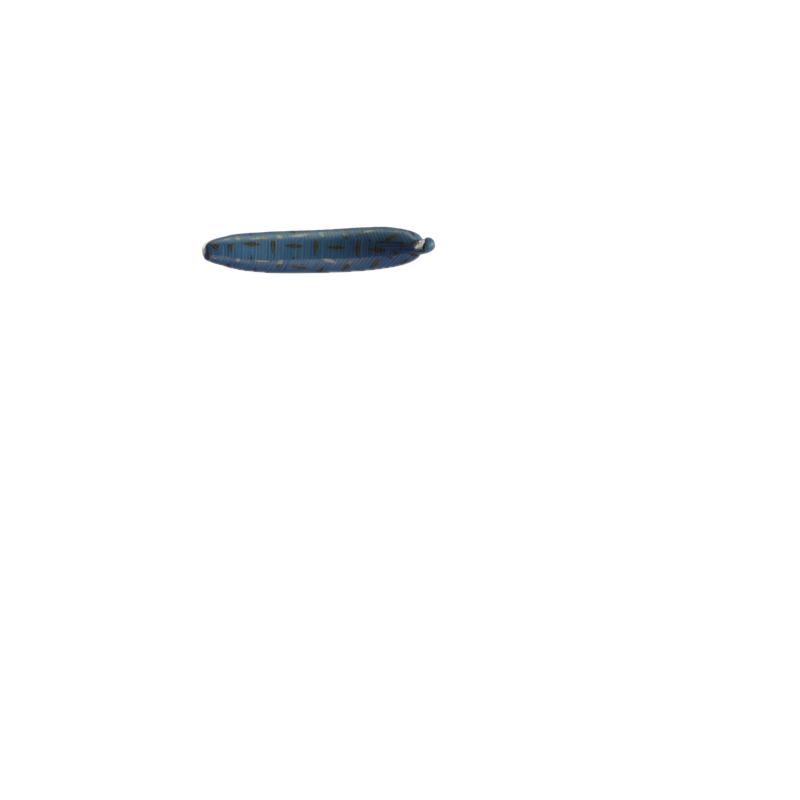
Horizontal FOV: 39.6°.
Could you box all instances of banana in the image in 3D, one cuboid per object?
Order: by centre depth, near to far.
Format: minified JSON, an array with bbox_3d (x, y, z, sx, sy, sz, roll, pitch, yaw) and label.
[{"bbox_3d":[-0.066,-0.130,0.942,0.201,0.038,0.066,-2,-10,12],"label":"banana"}]
